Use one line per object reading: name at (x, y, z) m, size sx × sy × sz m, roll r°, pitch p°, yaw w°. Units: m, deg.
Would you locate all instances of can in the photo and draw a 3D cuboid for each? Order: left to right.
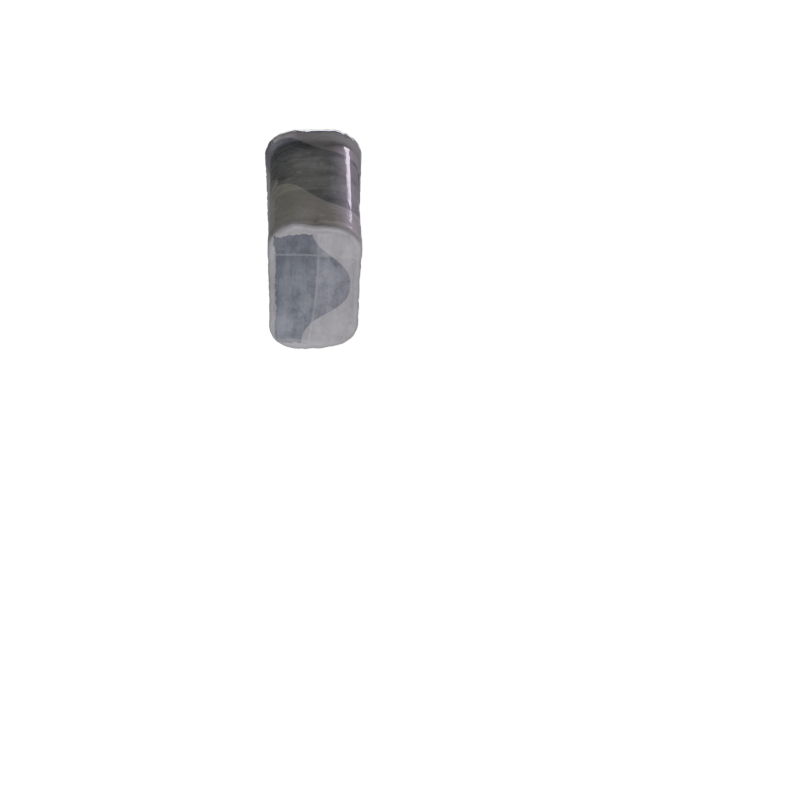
can at (-0.051, -0.092, 0.647) m, size 0.057 × 0.090 × 0.095 m, roll 0°, pitch -44°, yaw -3°
